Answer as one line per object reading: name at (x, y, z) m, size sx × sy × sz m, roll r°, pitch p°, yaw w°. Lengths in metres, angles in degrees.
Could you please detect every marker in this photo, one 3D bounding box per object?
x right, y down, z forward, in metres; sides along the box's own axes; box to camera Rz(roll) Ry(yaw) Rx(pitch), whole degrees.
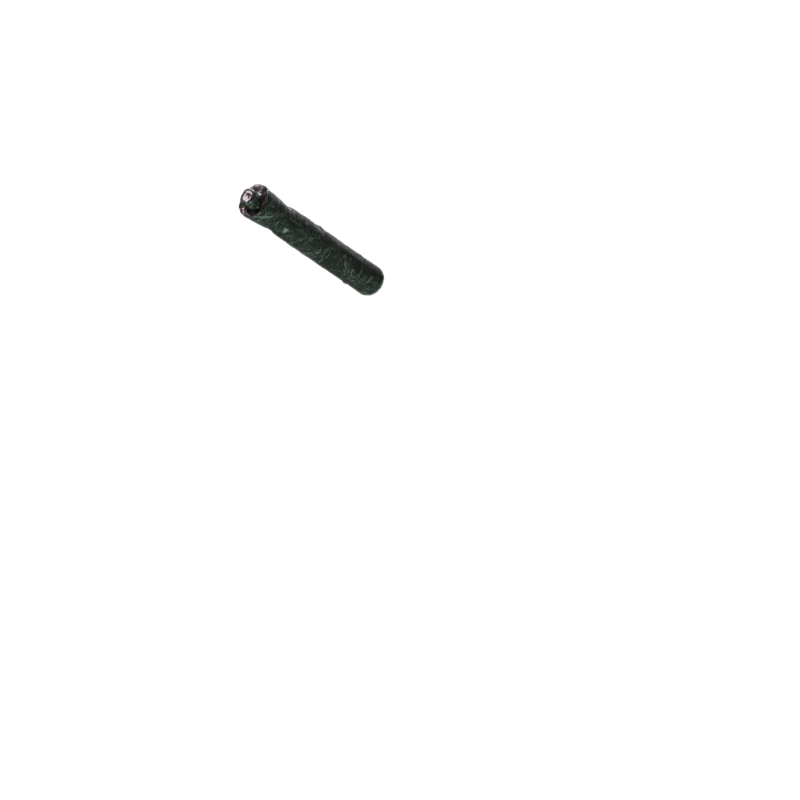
marker at (-0.047, -0.086, 0.603) m, size 0.020 × 0.020 × 0.113 m, roll 3°, pitch -16°, yaw 35°
